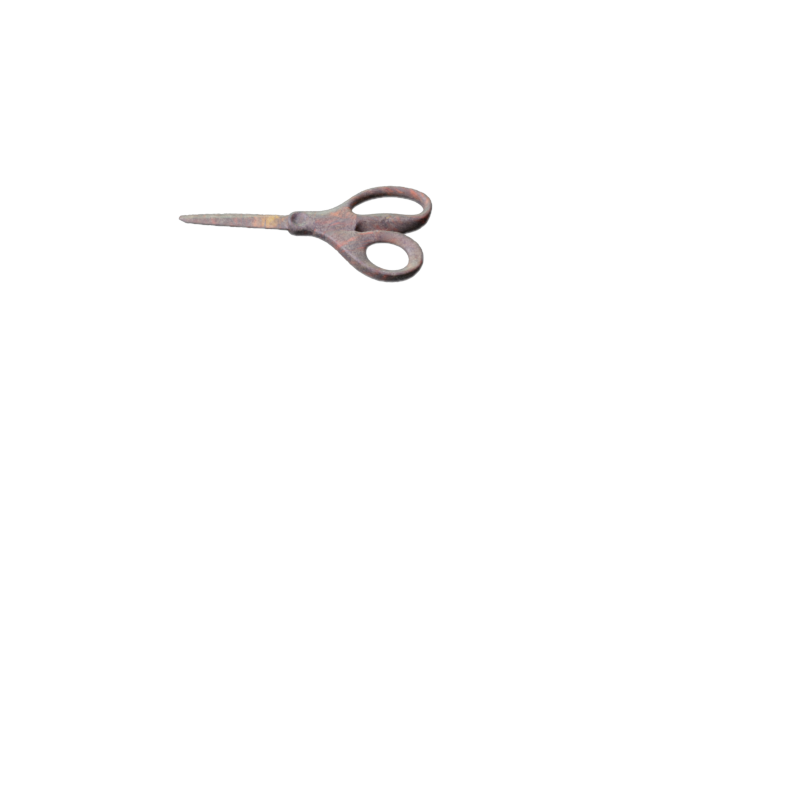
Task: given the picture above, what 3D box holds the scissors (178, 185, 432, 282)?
[{"bbox_3d":[-0.069,-0.125,0.878,0.200,0.103,0.015,-11,-32,-7],"label":"scissors"}]
